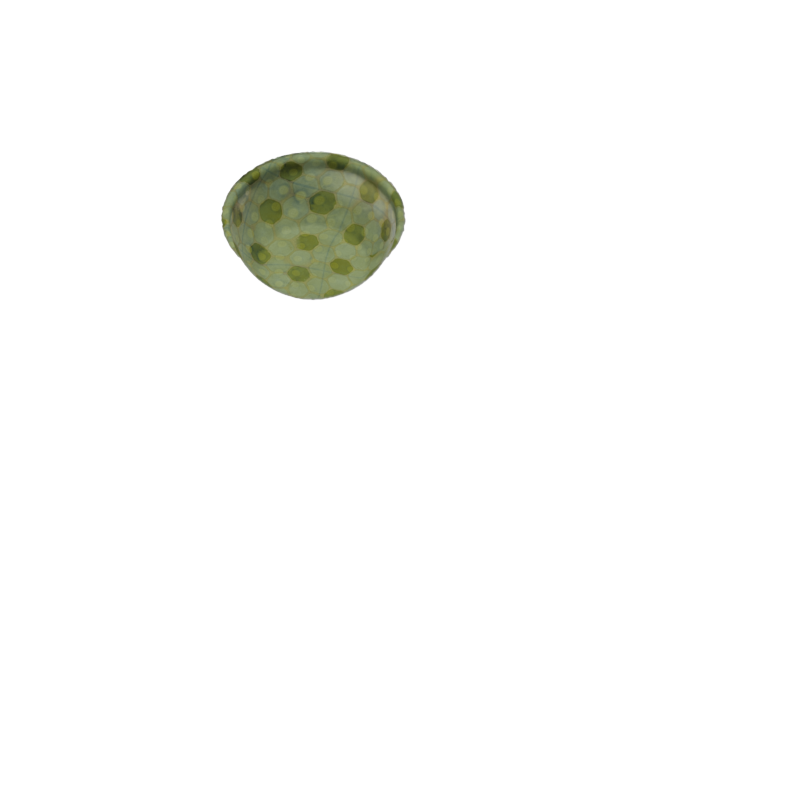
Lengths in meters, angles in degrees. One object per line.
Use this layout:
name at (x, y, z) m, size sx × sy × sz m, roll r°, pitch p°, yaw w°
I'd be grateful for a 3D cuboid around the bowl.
bowl at (-0.075, -0.137, 0.958) m, size 0.162 × 0.059 × 0.151 m, roll 1°, pitch -41°, yaw -1°
